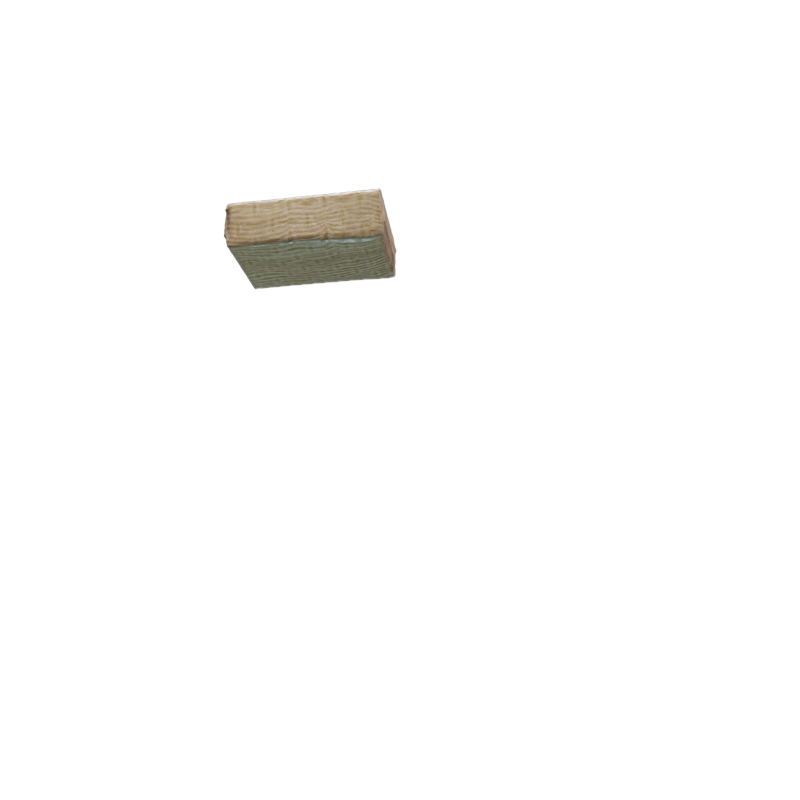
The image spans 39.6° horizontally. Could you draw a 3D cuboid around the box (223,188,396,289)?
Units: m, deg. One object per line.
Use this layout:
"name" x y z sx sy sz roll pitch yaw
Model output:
"box" -0.063 -0.115 0.806 0.115 0.041 0.085 -2 -15 7
